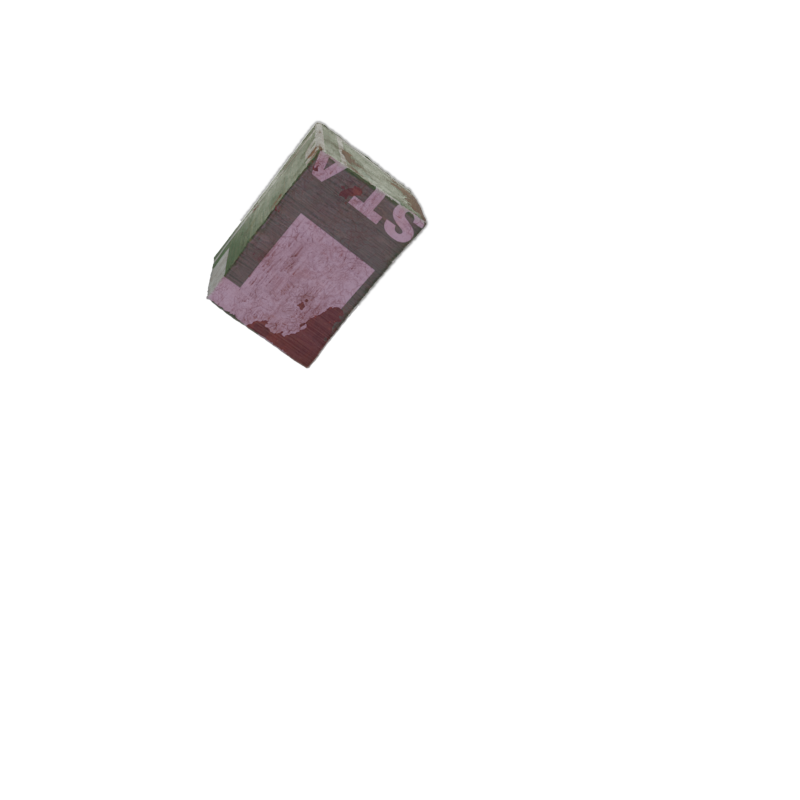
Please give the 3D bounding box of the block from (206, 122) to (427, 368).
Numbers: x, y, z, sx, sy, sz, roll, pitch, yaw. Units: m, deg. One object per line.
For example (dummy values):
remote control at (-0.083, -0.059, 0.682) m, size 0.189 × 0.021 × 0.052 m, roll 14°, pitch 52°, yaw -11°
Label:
block at (-0.035, -0.064, 0.450) m, size 0.051 × 0.077 × 0.054 m, roll 36°, pitch 17°, yaw -16°
